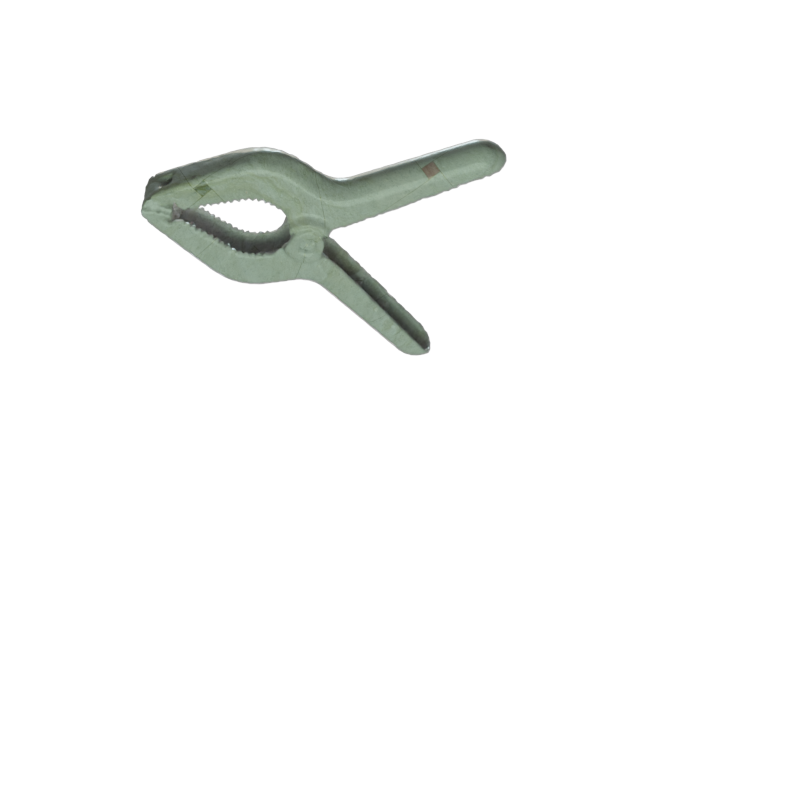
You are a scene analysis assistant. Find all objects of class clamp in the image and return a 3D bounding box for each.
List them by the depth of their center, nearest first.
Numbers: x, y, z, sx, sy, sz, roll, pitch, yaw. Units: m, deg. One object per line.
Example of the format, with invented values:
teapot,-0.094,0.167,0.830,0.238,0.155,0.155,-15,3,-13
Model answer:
clamp,-0.054,-0.098,0.685,0.208,0.155,0.039,6,39,-5
